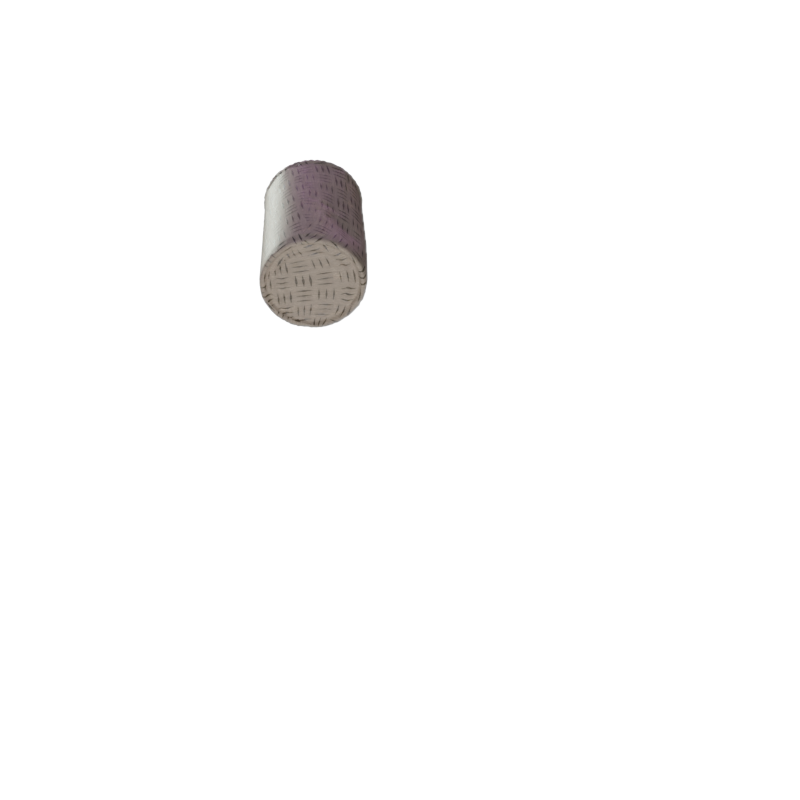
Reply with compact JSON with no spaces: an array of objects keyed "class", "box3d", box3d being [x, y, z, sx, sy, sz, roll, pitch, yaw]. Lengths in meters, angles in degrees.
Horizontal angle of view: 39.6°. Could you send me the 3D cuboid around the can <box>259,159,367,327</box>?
[{"class":"can","box3d":[-0.057,-0.103,0.722,0.068,0.064,0.109,-1,37,-3]}]
